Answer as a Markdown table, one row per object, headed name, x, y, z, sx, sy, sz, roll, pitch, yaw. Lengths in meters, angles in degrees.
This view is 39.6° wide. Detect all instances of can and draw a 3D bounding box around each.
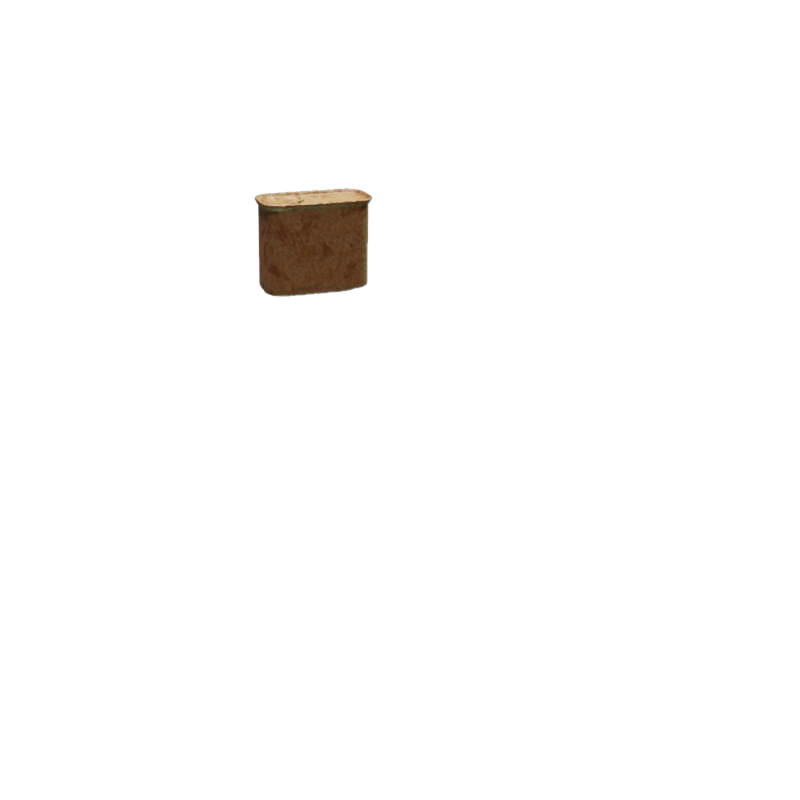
| name | x | y | z | sx | sy | sz | roll | pitch | yaw |
| --- | --- | --- | --- | --- | --- | --- | --- | --- | --- |
| can | -0.078 | -0.142 | 0.996 | 0.100 | 0.081 | 0.061 | -6 | 18 | -18 |
